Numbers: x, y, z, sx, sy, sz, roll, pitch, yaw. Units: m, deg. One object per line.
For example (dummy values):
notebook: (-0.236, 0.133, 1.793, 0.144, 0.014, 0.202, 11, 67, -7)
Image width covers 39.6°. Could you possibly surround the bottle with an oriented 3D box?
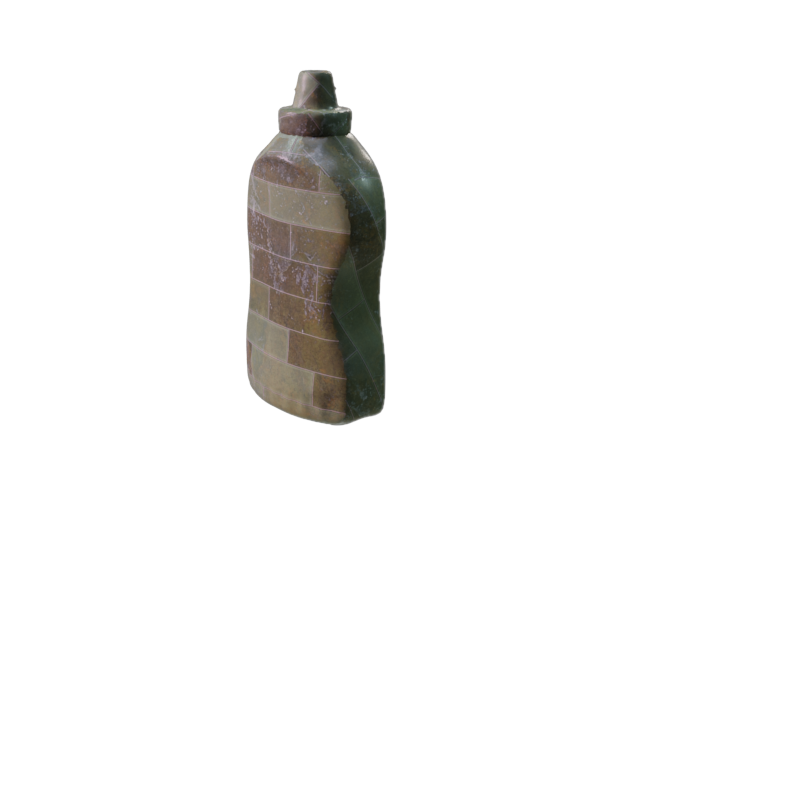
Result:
bottle: (-0.049, -0.090, 0.628, 0.057, 0.185, 0.102, -10, 19, -37)
